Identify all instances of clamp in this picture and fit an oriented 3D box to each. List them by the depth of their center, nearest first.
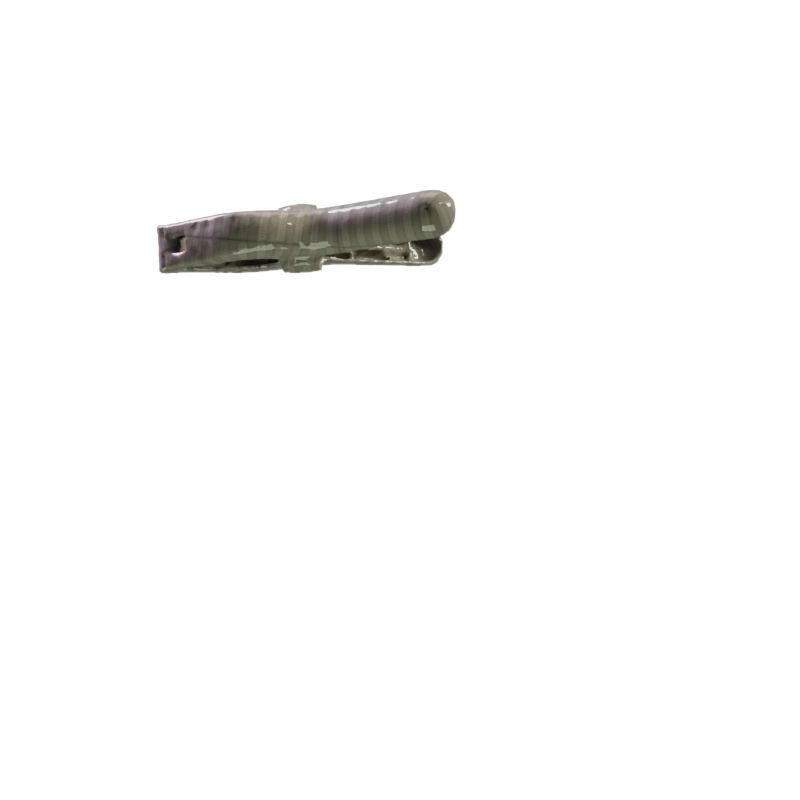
[{"bbox_3d":[-0.050,-0.091,0.638,0.174,0.040,0.115,-2,-9,10],"label":"clamp"}]
